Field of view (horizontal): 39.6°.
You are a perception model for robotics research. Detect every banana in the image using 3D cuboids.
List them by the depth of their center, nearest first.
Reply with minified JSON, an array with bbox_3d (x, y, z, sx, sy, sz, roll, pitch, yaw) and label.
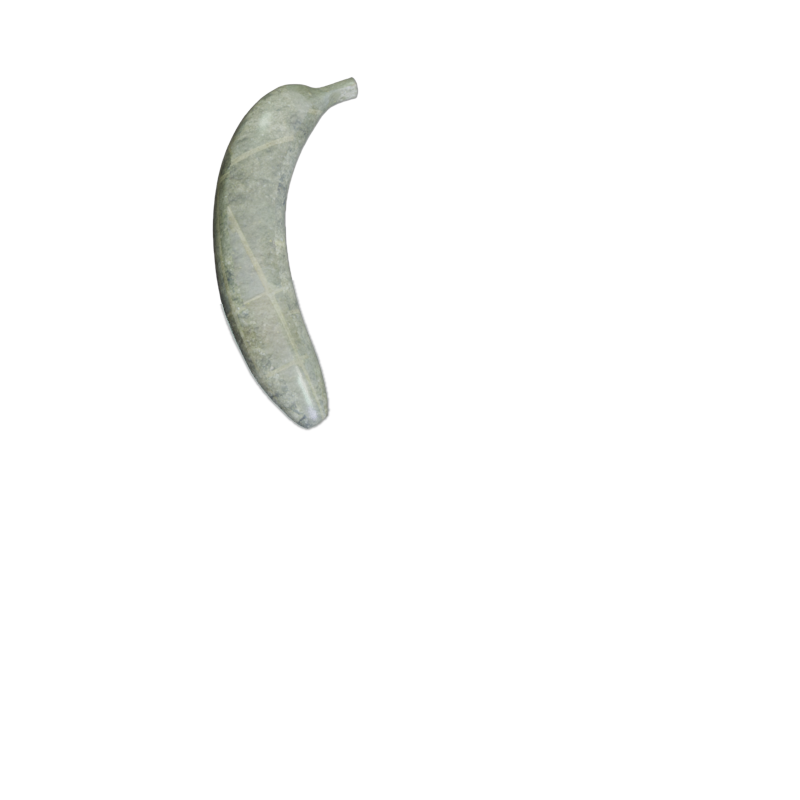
[{"bbox_3d":[-0.062,-0.086,0.568,0.070,0.207,0.035,4,-20,1],"label":"banana"}]
